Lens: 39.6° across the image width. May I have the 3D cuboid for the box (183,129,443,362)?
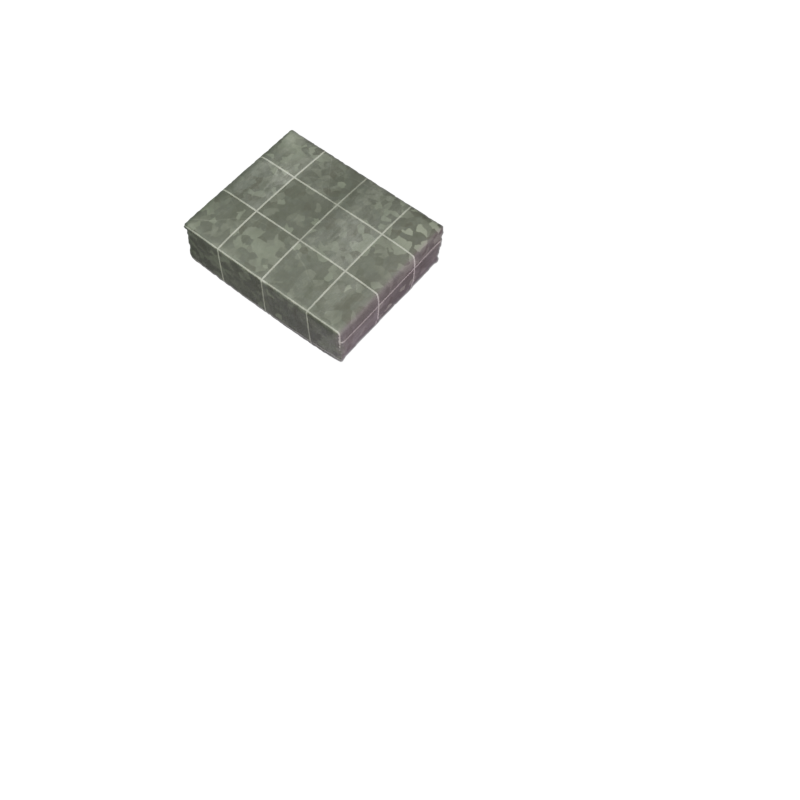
[{"bbox_3d":[-0.048,-0.087,0.610,0.119,0.091,0.036,35,-25,19],"label":"box"}]
